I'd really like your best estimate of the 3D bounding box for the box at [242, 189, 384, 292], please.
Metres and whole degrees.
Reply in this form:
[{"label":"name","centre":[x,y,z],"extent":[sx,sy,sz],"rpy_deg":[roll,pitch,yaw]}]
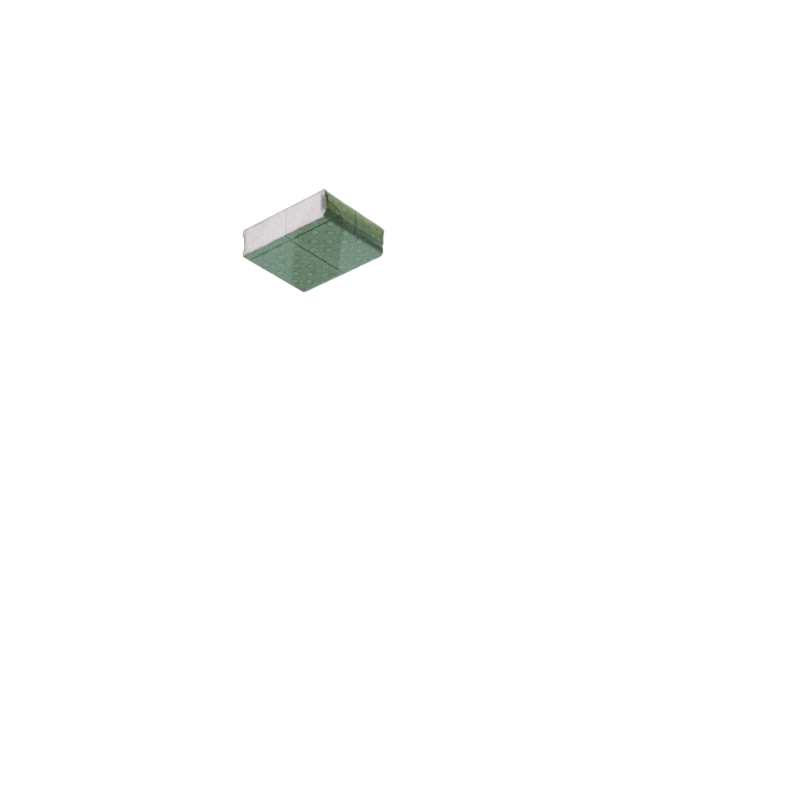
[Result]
[{"label":"box","centre":[-0.069,-0.126,0.881],"extent":[0.090,0.032,0.068],"rpy_deg":[-22,-35,34]}]
